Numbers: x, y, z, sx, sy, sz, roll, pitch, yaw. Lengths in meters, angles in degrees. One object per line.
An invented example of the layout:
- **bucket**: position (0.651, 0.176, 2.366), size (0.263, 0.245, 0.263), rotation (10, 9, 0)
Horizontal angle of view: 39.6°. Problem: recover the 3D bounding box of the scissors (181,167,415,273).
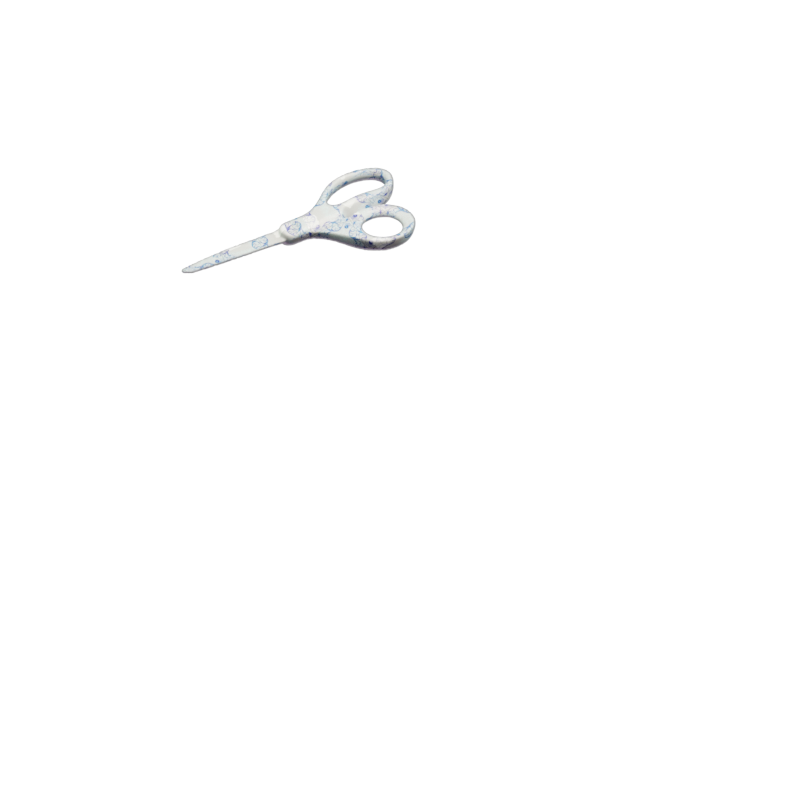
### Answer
- **scissors**: position (-0.071, -0.130, 0.912), size (0.203, 0.015, 0.102), rotation (-37, 60, -27)
